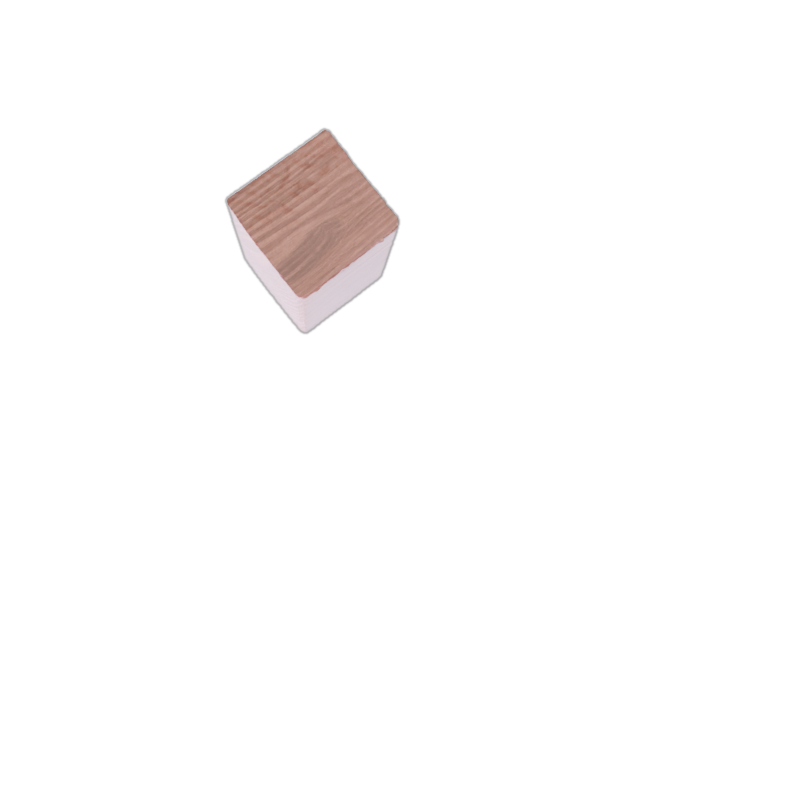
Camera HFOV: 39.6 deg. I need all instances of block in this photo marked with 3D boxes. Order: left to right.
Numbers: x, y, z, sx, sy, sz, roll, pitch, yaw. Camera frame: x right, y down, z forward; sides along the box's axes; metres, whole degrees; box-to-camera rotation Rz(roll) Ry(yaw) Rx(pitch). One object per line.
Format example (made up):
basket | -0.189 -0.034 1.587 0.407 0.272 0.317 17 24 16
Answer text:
block | -0.067 -0.123 0.863 0.091 0.092 0.202 -37 -2 -6
